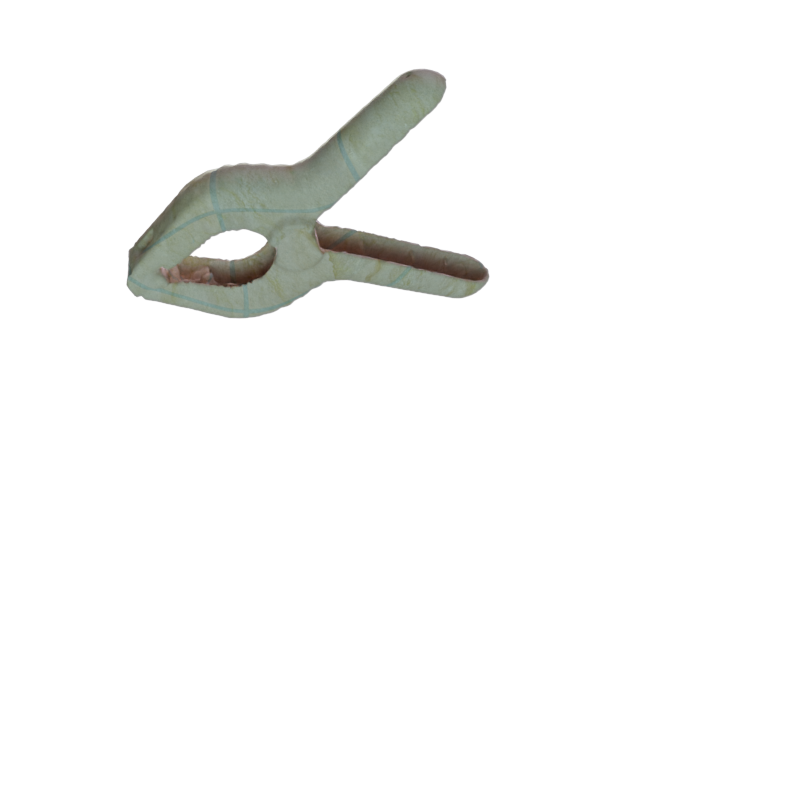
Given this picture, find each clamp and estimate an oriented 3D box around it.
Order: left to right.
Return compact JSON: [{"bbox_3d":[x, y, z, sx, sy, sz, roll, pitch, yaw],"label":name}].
[{"bbox_3d":[-0.041,-0.075,0.524,0.172,0.113,0.042,-20,28,11],"label":"clamp"}]
